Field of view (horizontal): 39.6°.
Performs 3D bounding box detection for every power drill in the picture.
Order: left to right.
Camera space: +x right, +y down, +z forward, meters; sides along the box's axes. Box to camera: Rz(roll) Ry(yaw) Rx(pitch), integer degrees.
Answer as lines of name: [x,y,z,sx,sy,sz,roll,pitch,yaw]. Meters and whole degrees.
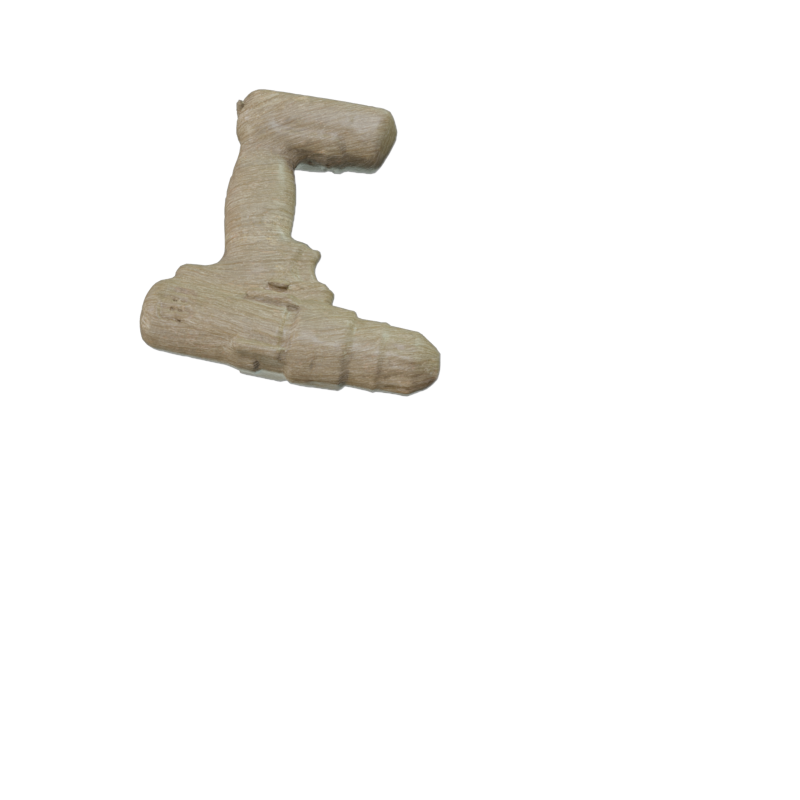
power drill: [-0.055,-0.100,0.700,0.186,0.197,0.054,10,-25,5]
